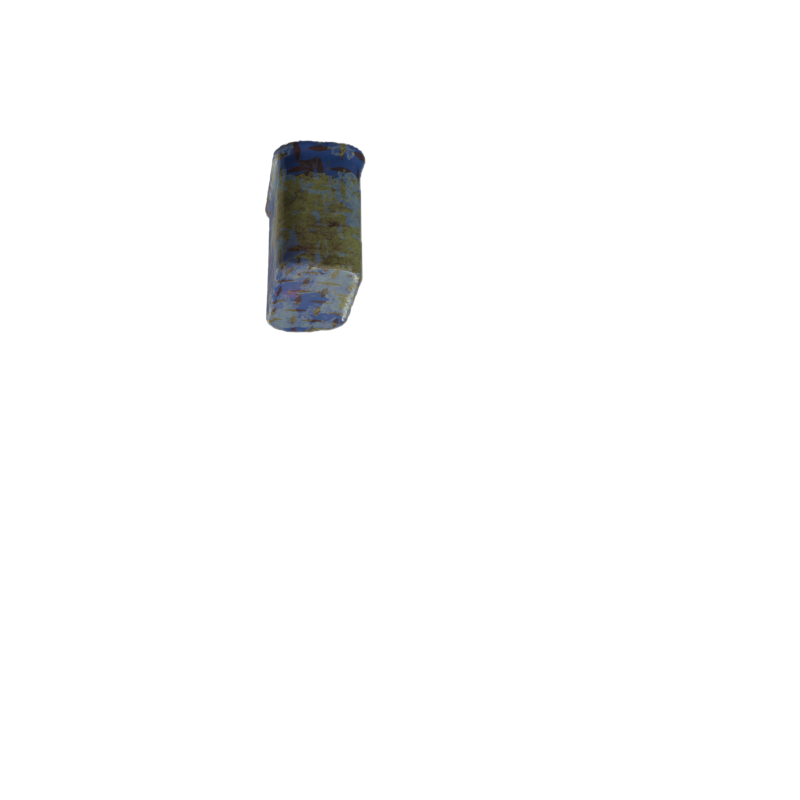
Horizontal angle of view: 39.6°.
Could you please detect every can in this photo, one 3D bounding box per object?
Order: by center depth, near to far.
[{"bbox_3d":[-0.054,-0.099,0.692,0.057,0.089,0.097,3,-24,-9],"label":"can"}]
